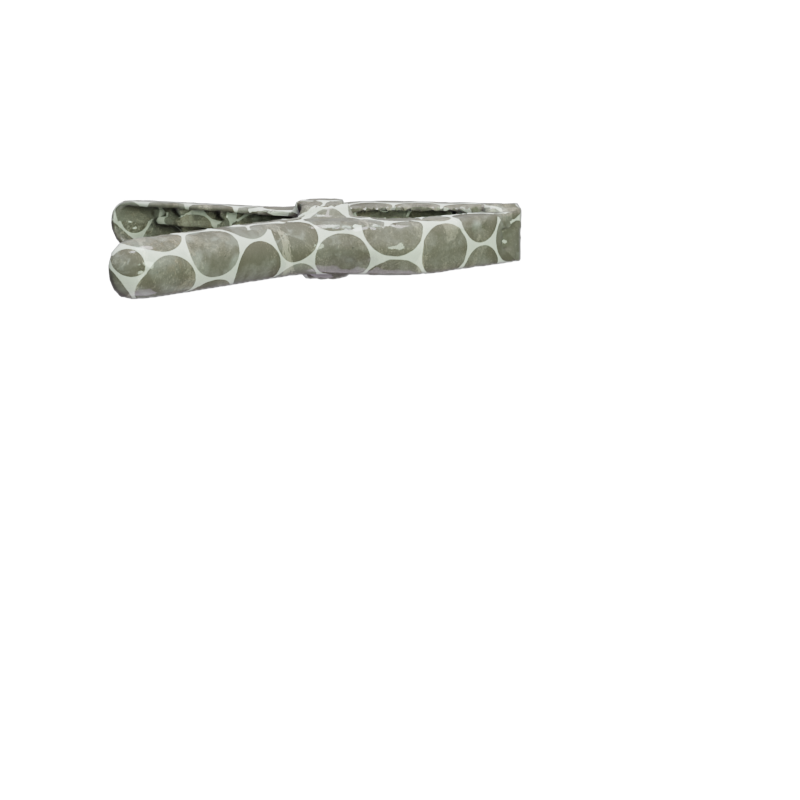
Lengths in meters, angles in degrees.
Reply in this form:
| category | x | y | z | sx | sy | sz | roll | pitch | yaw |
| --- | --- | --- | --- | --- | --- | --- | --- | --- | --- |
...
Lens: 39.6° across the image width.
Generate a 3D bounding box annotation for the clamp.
| category | x | y | z | sx | sy | sz | roll | pitch | yaw |
| --- | --- | --- | --- | --- | --- | --- | --- | --- | --- |
| clamp | -0.041 | -0.076 | 0.529 | 0.209 | 0.035 | 0.171 | -1 | 17 | -4 |
